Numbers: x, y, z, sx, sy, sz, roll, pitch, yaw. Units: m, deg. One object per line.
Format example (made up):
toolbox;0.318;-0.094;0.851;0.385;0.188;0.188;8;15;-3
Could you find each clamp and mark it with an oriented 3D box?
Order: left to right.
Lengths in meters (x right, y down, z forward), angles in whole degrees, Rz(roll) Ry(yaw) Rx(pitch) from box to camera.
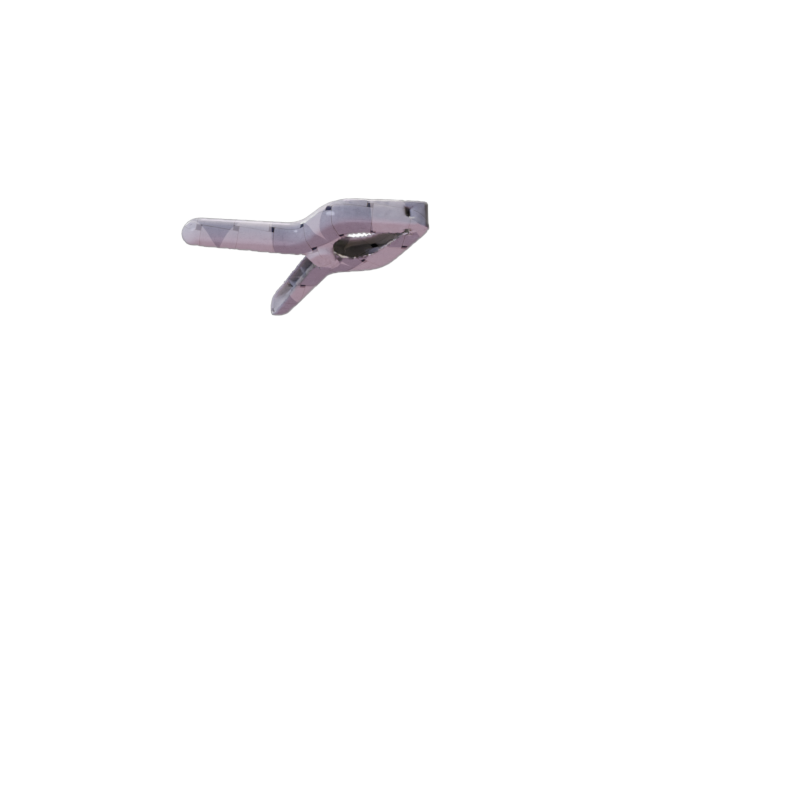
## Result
clamp;-0.077;-0.140;0.983;0.212;0.039;0.153;-16;-30;30
